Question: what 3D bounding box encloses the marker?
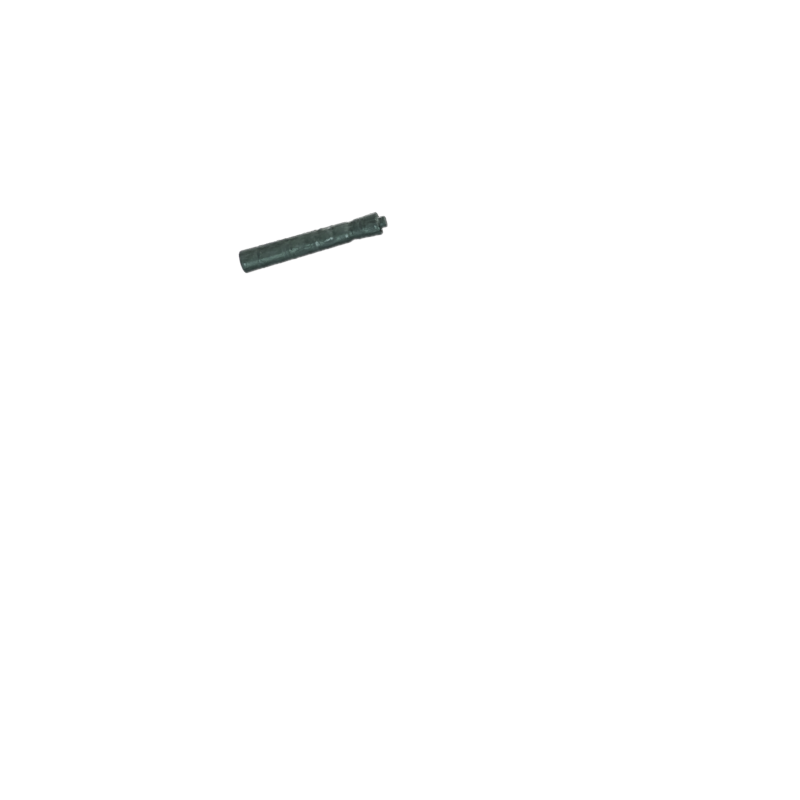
[{"bbox_3d":[-0.069,-0.125,0.878,0.122,0.020,0.020,-14,1,12],"label":"marker"}]
